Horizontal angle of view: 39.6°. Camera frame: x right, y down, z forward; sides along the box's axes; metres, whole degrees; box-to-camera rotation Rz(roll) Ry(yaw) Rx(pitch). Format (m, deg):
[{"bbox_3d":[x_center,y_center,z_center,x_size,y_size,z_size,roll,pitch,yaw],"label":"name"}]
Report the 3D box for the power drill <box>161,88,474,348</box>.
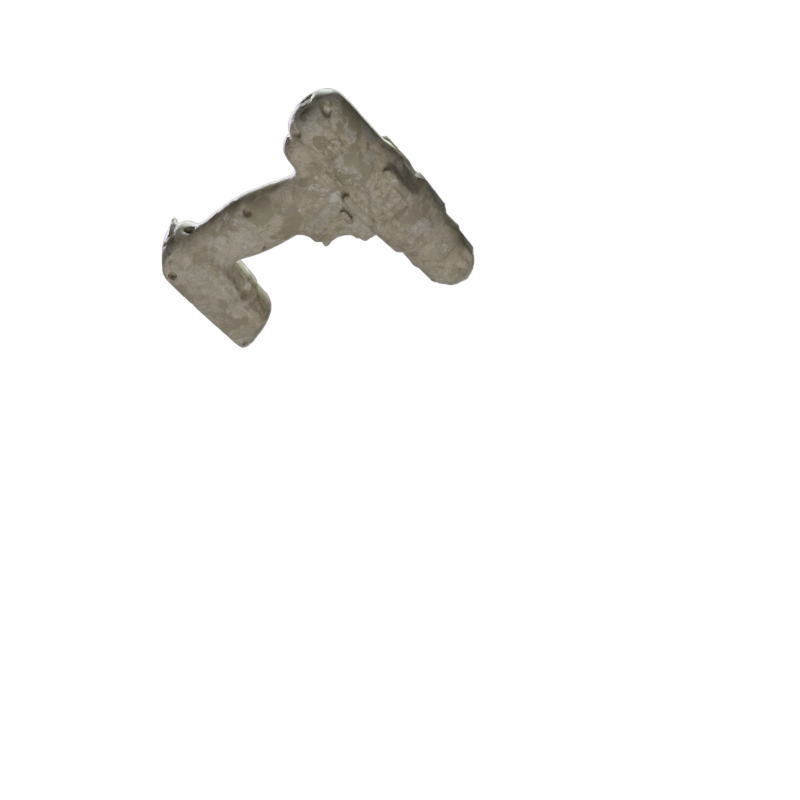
[{"bbox_3d":[-0.063,-0.114,0.799,0.187,0.173,0.061,-31,31,21],"label":"power drill"}]
